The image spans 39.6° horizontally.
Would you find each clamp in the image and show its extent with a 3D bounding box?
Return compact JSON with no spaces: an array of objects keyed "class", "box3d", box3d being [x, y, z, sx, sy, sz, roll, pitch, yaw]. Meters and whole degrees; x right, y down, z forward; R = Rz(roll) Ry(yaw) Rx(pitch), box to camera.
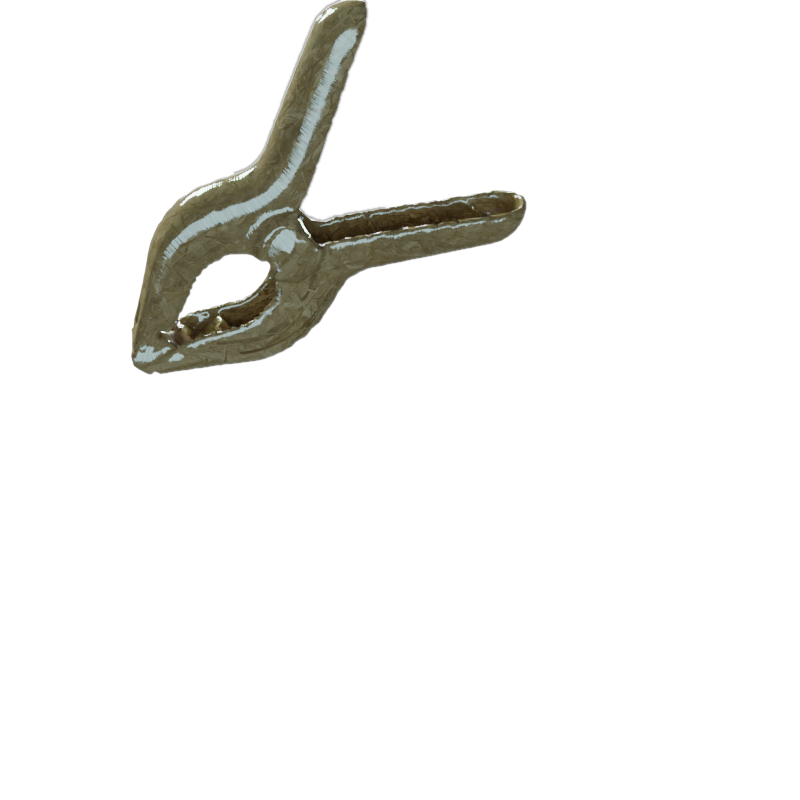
[{"class":"clamp","box3d":[-0.036,-0.065,0.454,0.115,0.169,0.041,41,18,-16]}]
